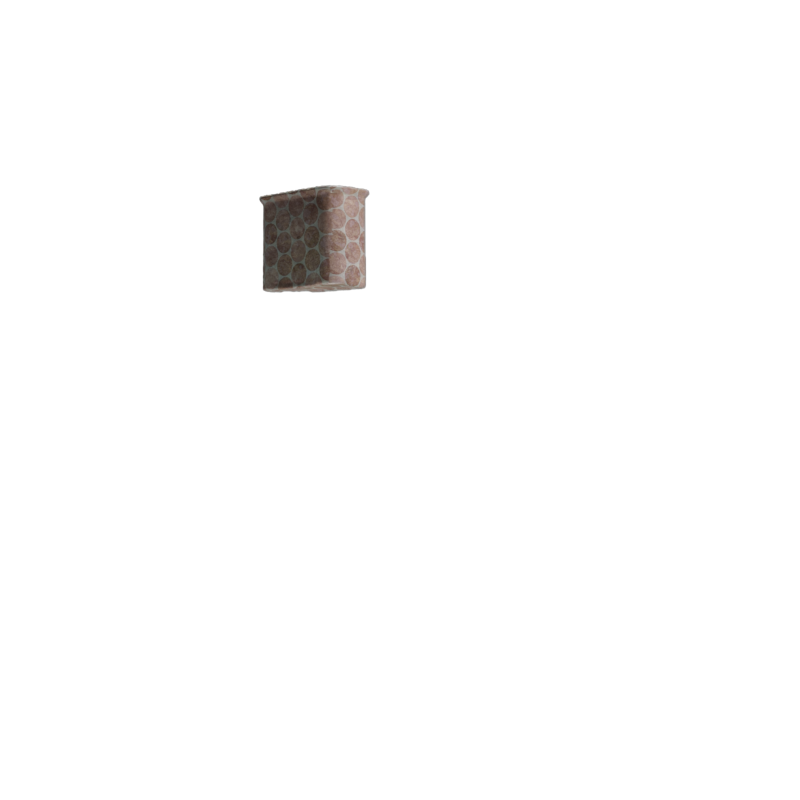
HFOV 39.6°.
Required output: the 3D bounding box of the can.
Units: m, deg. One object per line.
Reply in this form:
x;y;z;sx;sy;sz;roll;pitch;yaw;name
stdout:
-0.075;-0.137;0.958;0.105;0.085;0.055;-2;-5;44;can
